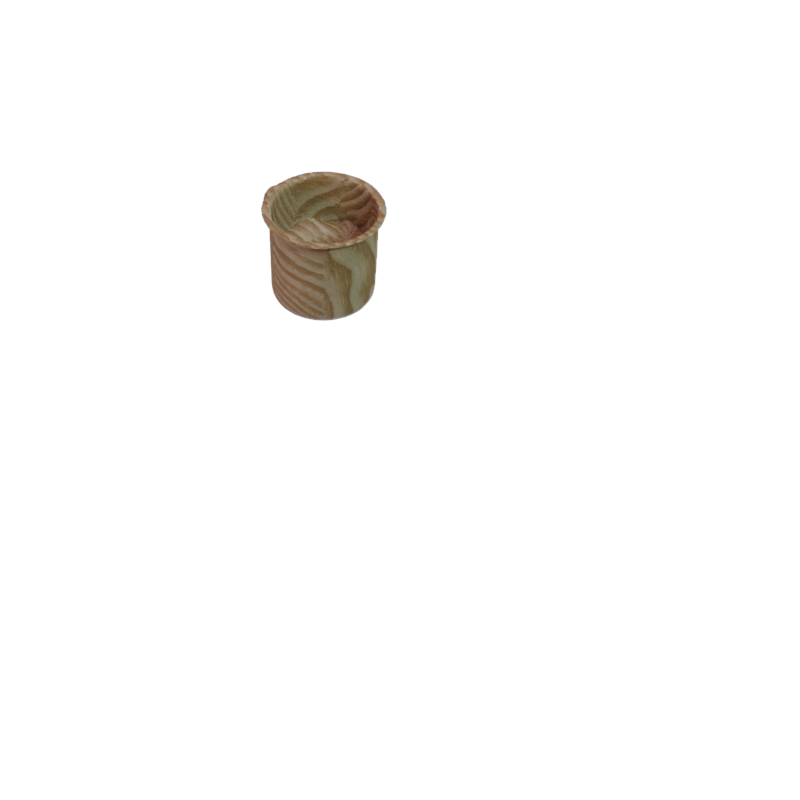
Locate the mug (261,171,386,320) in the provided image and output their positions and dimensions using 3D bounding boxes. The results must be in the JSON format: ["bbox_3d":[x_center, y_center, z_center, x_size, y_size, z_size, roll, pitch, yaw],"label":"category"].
[{"bbox_3d":[-0.067,-0.122,0.855,0.093,0.076,0.125,-32,52,-30],"label":"mug"}]
